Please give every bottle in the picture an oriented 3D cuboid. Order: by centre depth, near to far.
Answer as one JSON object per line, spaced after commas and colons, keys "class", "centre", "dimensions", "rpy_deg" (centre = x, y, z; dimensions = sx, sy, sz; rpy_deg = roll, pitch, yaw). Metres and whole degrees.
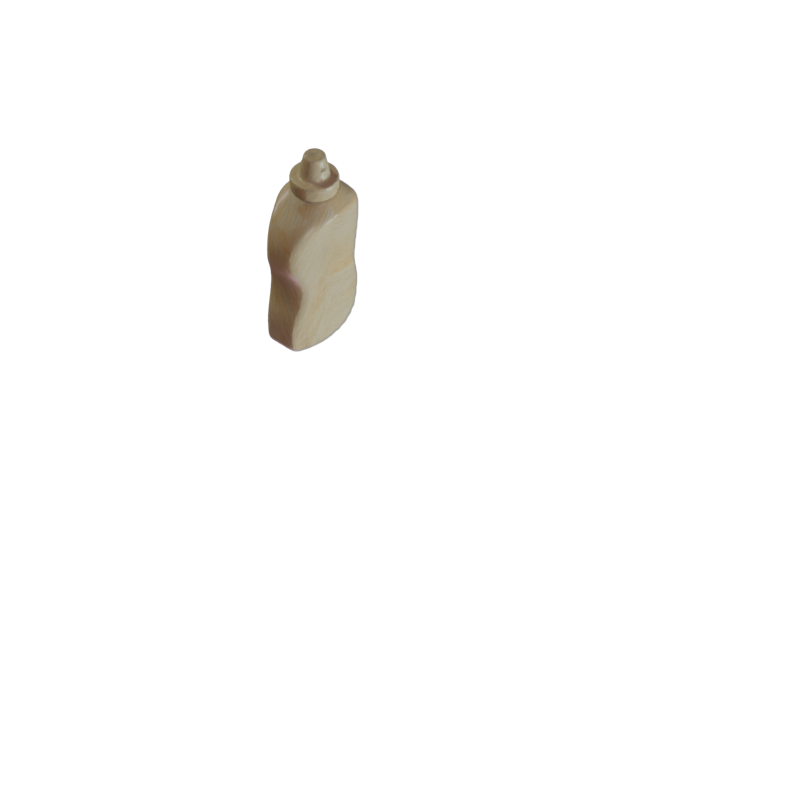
{"class": "bottle", "centre": [-0.074, -0.135, 0.949], "dimensions": [0.062, 0.179, 0.098], "rpy_deg": [31, 52, 23]}
